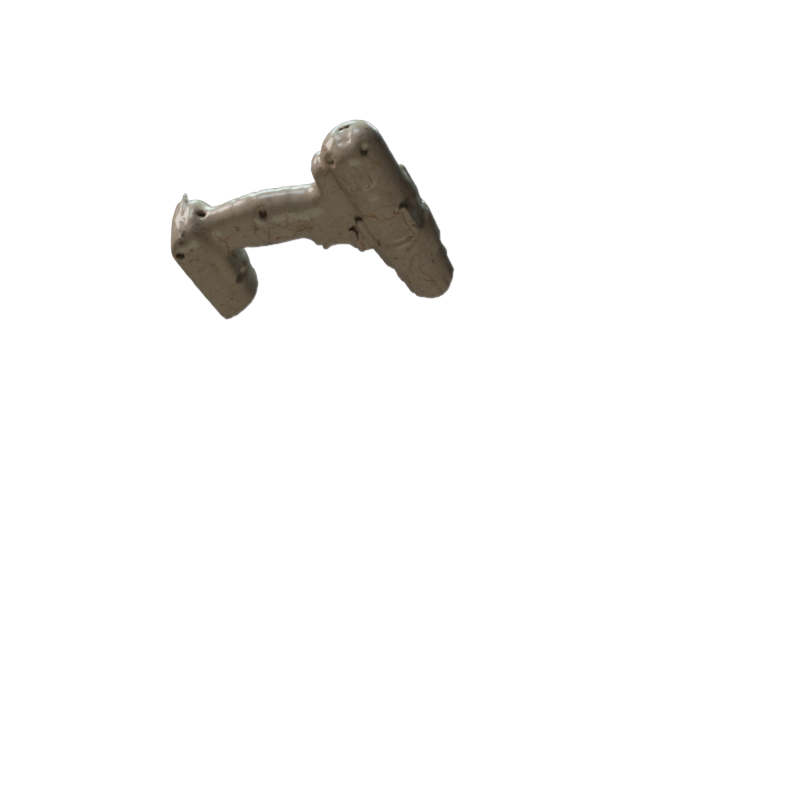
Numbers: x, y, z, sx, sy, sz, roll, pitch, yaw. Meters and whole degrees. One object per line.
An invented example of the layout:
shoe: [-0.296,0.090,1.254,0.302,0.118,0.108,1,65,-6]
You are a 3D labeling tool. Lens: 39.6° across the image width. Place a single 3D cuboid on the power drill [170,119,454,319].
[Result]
power drill: [-0.067,-0.122,0.855,0.189,0.062,0.170,-16,-43,18]
